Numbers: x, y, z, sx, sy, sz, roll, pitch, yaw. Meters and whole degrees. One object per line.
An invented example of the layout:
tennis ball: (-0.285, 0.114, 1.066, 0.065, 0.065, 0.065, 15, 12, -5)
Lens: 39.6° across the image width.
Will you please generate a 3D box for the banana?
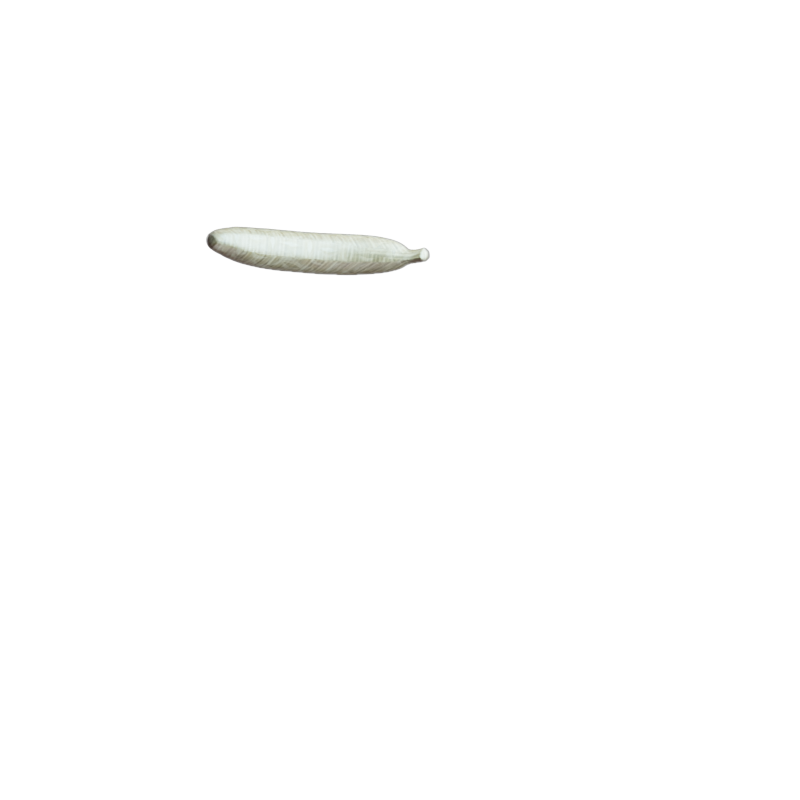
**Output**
banana: (-0.077, -0.137, 1.005, 0.196, 0.038, 0.068, 1, -13, -7)
